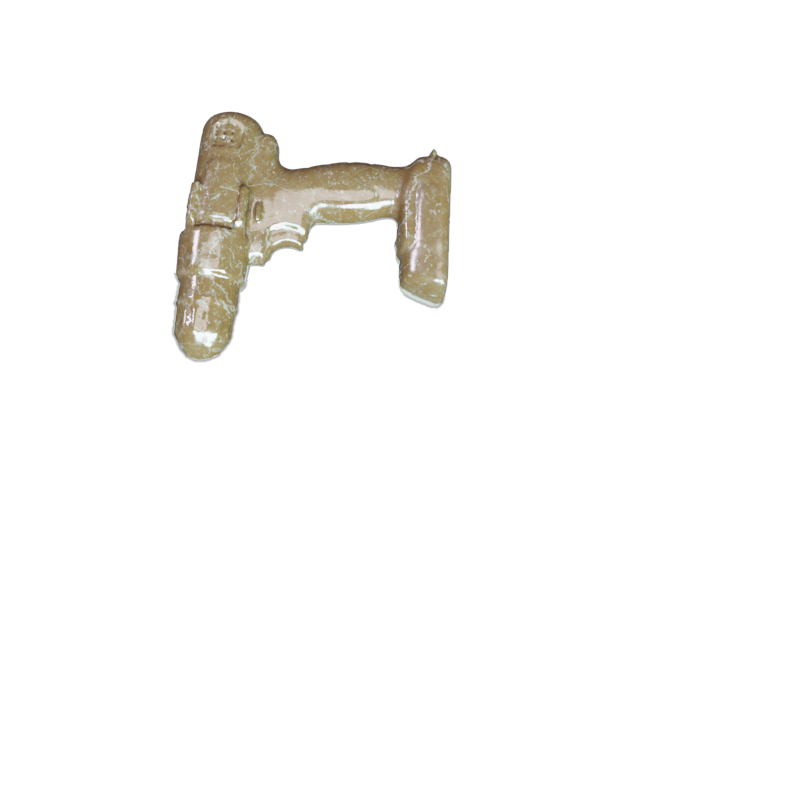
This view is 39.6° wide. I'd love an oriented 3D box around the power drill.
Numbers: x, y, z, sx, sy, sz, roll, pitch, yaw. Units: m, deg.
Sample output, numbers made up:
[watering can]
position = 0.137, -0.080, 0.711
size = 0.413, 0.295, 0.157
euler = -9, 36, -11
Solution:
[power drill]
position = -0.060, -0.110, 0.773
size = 0.188, 0.193, 0.055
euler = 5, -19, 1
